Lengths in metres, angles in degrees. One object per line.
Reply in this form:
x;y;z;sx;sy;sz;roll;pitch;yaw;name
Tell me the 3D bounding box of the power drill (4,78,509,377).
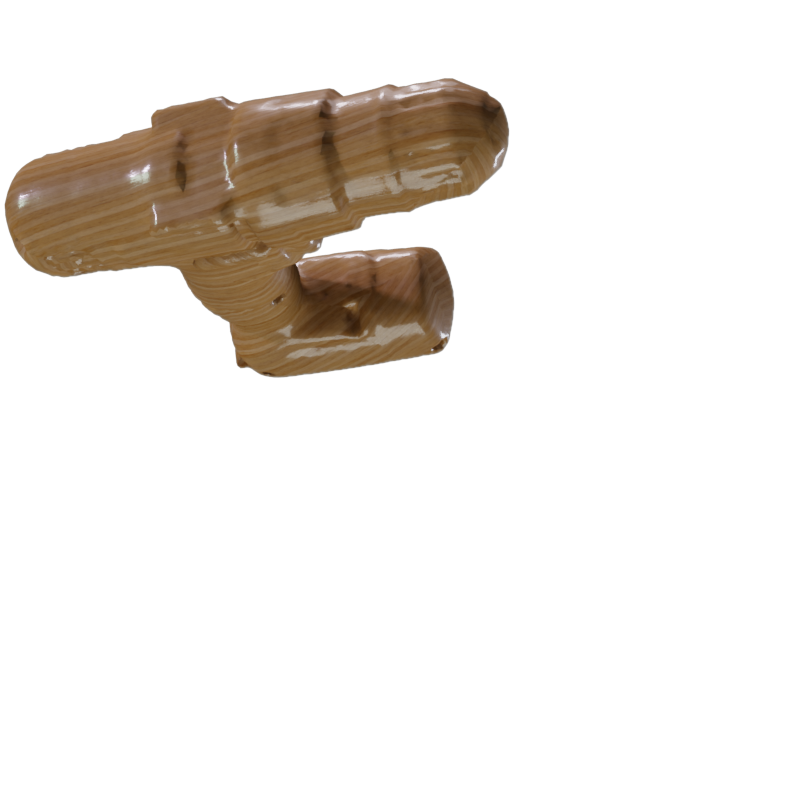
-0.035;-0.064;0.449;0.188;0.060;0.176;-5;-17;17;power drill
